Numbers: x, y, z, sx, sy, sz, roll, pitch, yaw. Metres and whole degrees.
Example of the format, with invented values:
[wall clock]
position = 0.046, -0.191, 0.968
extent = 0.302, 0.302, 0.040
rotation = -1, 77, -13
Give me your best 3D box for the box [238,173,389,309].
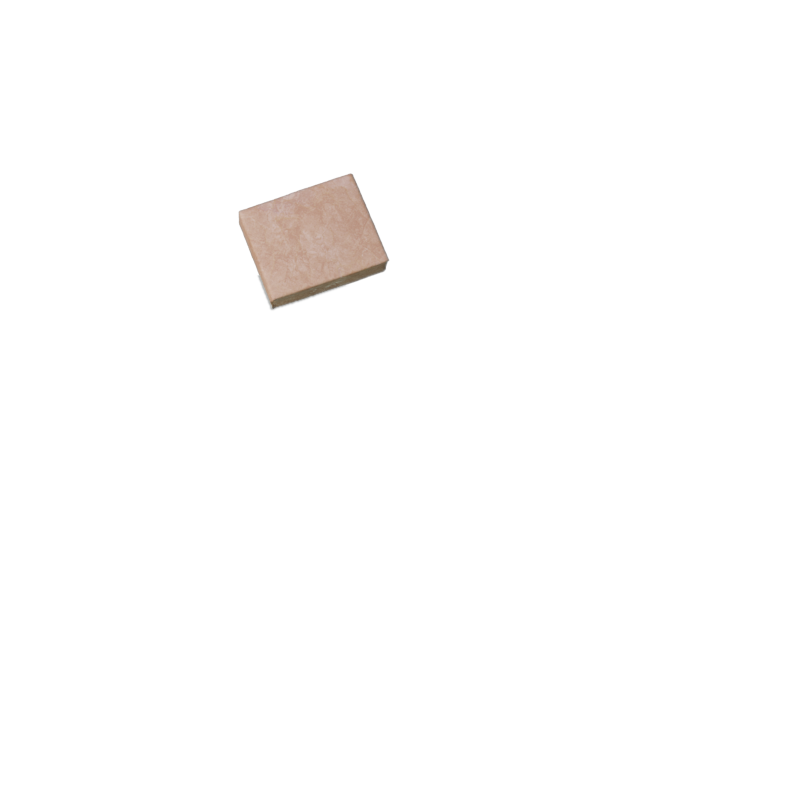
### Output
[box]
position = -0.078, -0.142, 0.995
extent = 0.113, 0.094, 0.037
rotation = -21, -17, -7
